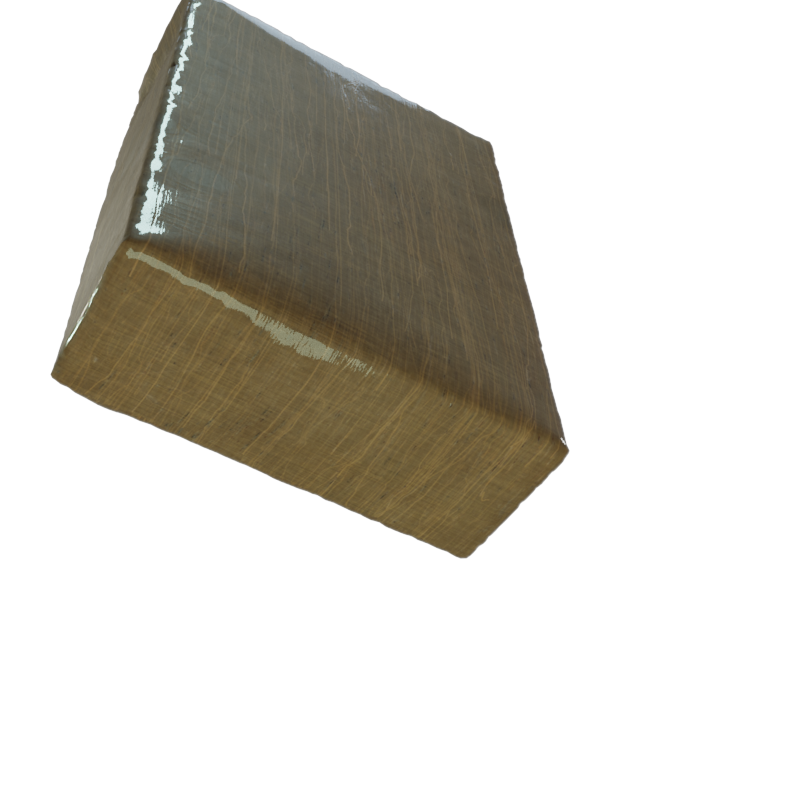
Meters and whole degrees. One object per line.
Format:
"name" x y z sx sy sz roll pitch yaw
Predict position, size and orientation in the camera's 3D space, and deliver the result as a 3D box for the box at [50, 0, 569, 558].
"box" -0.035 -0.063 0.442 0.158 0.070 0.229 23 33 -19
